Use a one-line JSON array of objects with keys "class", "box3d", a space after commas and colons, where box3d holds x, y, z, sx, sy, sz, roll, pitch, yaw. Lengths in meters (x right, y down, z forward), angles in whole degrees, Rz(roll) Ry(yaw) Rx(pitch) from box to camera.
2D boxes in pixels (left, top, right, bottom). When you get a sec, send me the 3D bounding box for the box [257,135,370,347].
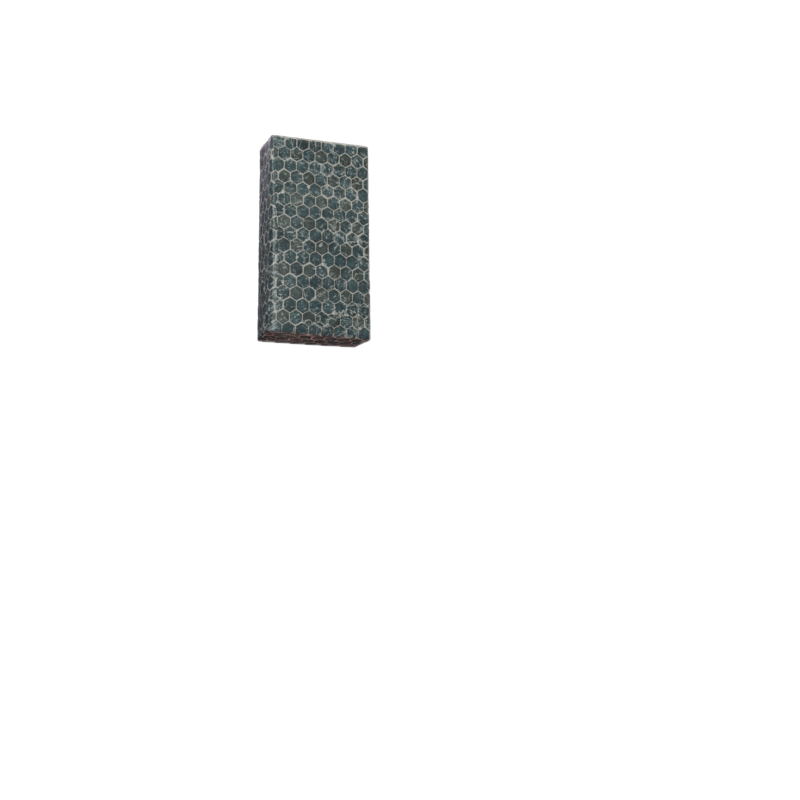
[{"class": "box", "box3d": [-0.076, -0.138, 0.966, 0.091, 0.183, 0.047, 5, -18, -19]}]
